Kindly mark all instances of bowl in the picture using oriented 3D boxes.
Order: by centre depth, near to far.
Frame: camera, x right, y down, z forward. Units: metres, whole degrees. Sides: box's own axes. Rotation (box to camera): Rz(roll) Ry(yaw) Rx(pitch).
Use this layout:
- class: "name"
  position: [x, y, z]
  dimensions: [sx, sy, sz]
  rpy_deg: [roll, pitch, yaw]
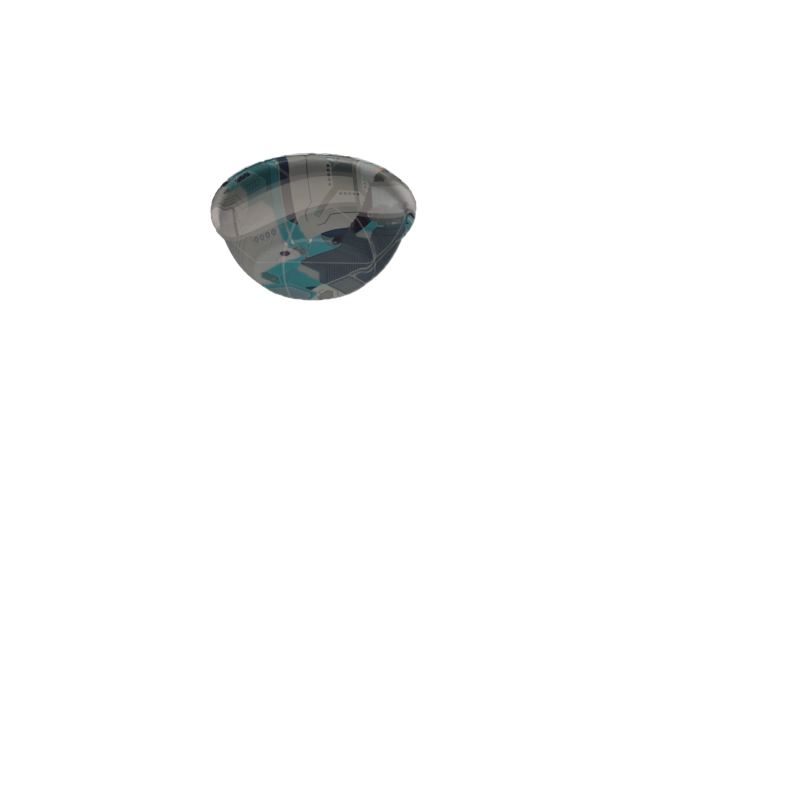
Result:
- class: "bowl"
  position: [-0.067, -0.122, 0.855]
  dimensions: [0.162, 0.058, 0.153]
  rpy_deg: [1, -26, -2]
